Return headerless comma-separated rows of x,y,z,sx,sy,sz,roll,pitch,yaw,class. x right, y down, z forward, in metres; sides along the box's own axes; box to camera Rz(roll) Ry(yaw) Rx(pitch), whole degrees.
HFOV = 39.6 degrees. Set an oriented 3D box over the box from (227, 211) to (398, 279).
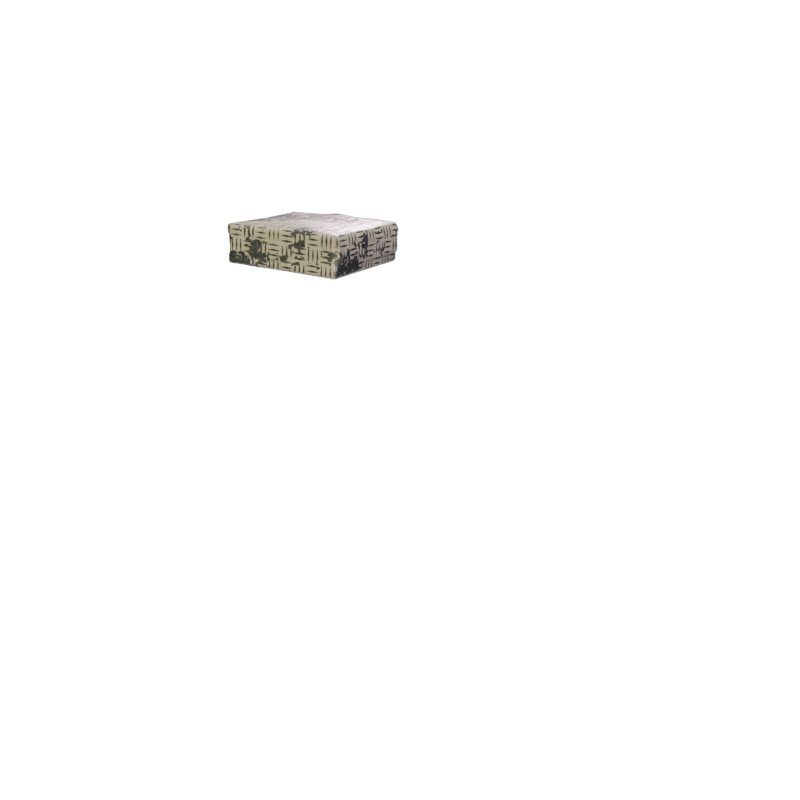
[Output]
-0.057,-0.105,0.735,0.093,0.029,0.072,11,19,33,box
